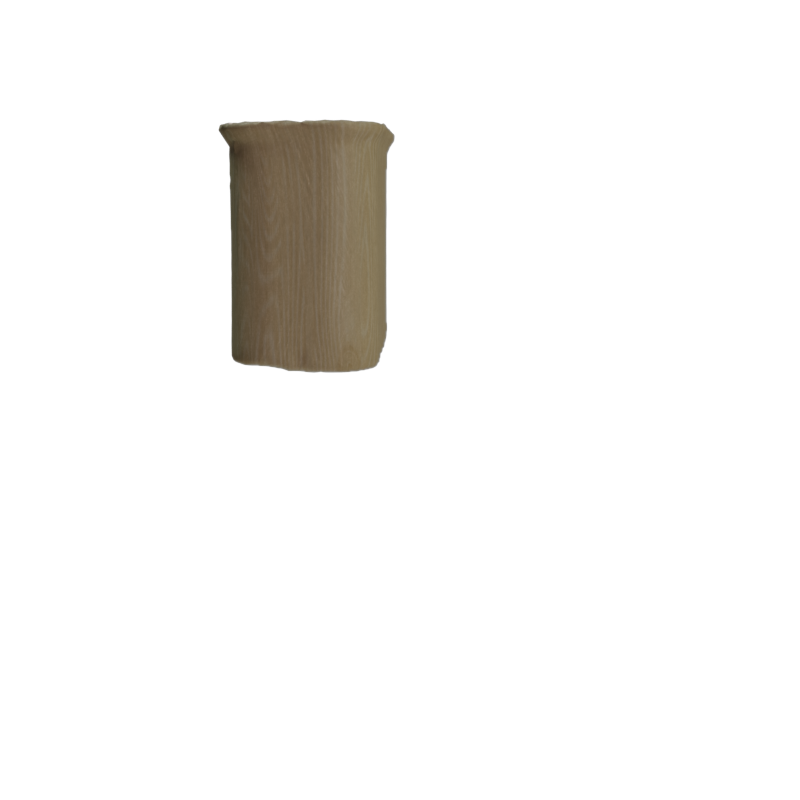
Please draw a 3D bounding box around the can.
[{"bbox_3d":[-0.032,-0.059,0.413,0.058,0.083,0.103,0,7,3],"label":"can"}]
